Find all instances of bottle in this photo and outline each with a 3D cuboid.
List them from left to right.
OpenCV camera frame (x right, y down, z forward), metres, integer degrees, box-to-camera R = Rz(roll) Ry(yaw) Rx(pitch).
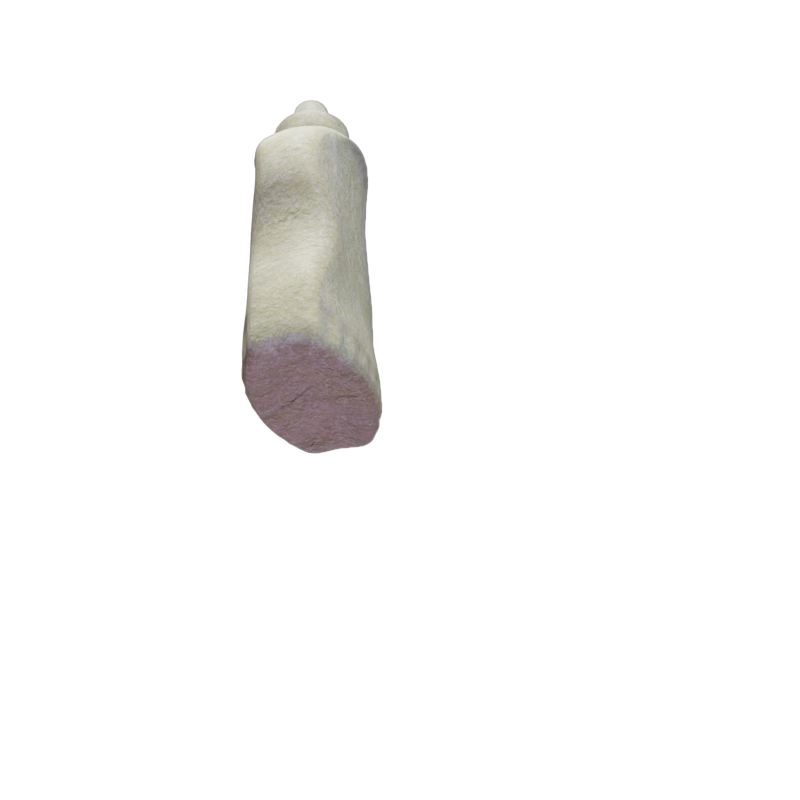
[{"bbox_3d":[-0.044,-0.079,0.552,0.059,0.205,0.088,-12,-38,12],"label":"bottle"}]
